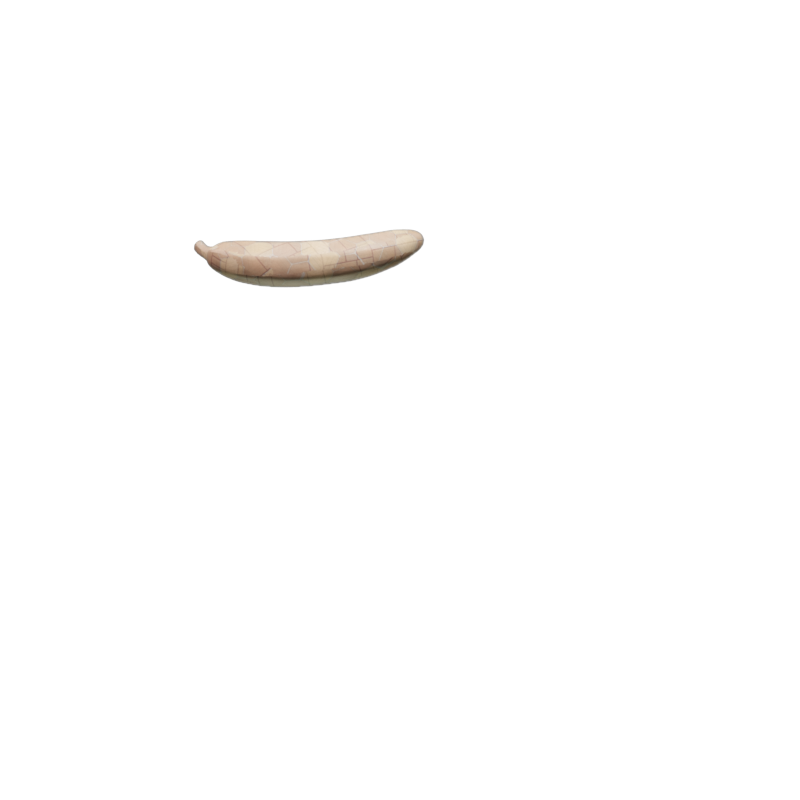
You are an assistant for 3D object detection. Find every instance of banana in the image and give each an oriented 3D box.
[{"bbox_3d":[-0.076,-0.122,0.928,0.197,0.034,0.074,-1,38,-1],"label":"banana"}]
